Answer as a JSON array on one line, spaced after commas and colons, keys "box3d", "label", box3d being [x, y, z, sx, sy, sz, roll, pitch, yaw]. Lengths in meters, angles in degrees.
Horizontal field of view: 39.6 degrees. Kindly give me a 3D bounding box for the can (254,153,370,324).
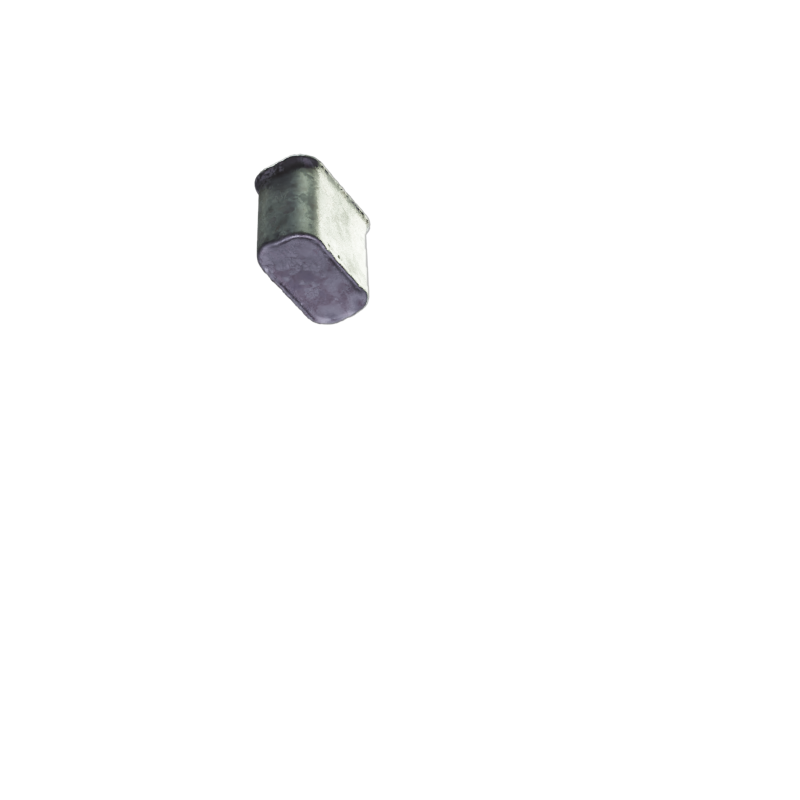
[{"box3d": [-0.065, -0.118, 0.825, 0.058, 0.090, 0.094, -24, -46, 22], "label": "can"}]
